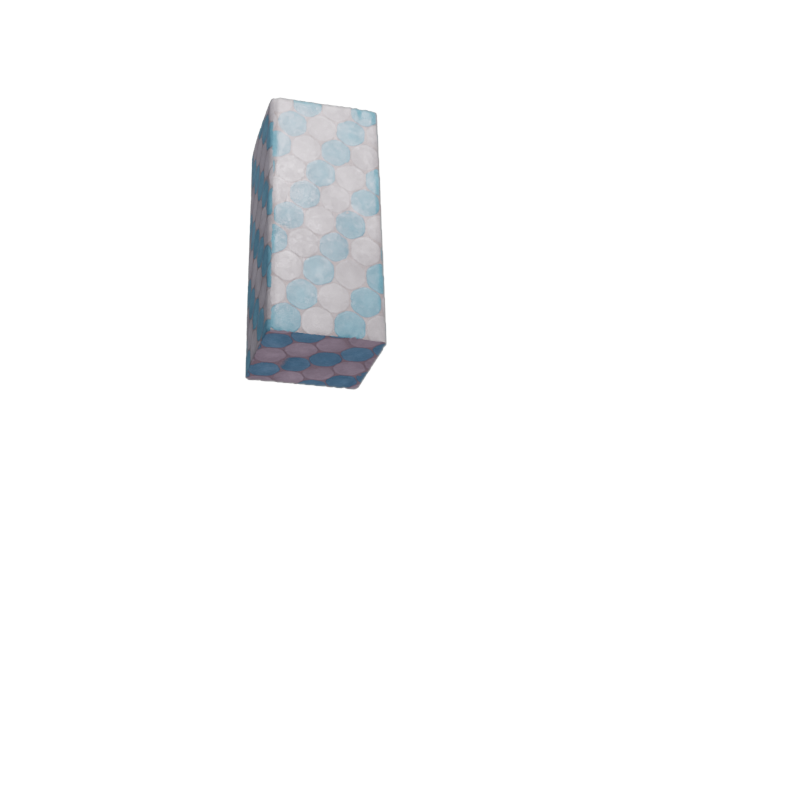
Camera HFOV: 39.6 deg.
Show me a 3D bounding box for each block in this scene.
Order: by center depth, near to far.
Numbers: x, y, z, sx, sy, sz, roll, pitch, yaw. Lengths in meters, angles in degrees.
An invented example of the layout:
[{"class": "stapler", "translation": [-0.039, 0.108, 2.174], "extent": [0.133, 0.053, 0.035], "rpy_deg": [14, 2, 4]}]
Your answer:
[{"class": "block", "translation": [-0.068, -0.125, 0.869], "extent": [0.089, 0.219, 0.086], "rpy_deg": [6, -30, -14]}]
